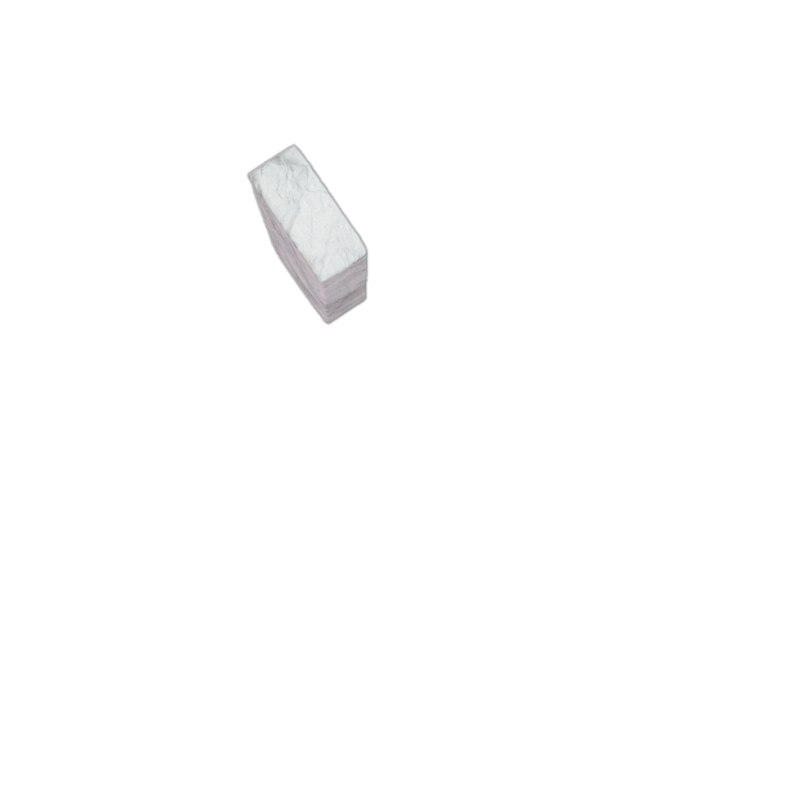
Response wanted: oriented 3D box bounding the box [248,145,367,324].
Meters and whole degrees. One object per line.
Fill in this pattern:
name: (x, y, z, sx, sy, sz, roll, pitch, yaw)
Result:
box: (-0.064, -0.117, 0.823, 0.048, 0.096, 0.172, -33, -5, -7)
